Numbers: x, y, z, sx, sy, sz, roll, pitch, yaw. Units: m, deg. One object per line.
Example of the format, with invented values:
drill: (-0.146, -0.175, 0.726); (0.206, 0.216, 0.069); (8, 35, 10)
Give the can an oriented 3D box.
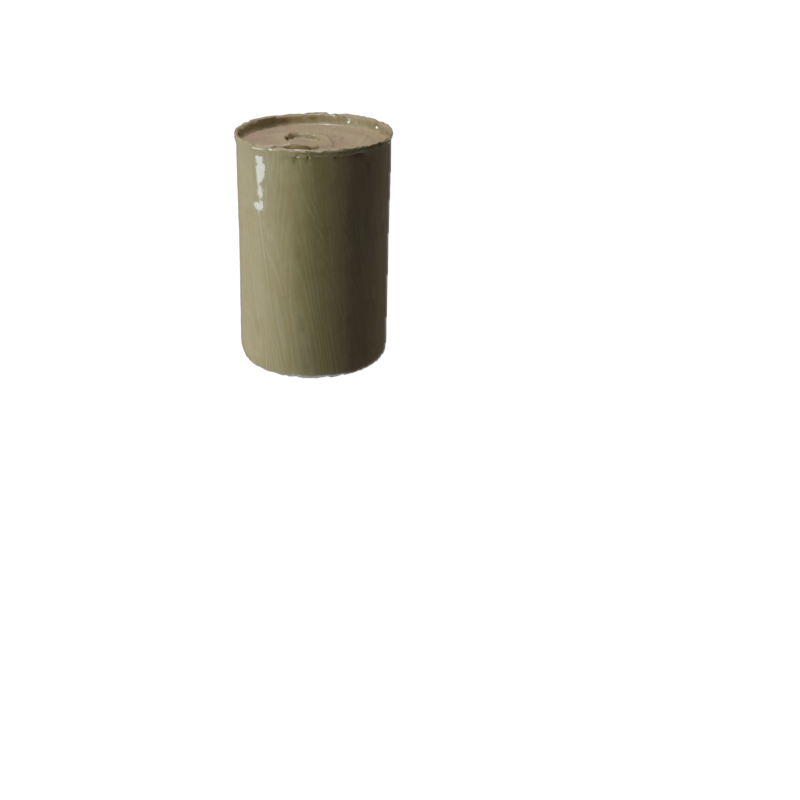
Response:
can: (-0.038, -0.070, 0.489); (0.068, 0.097, 0.072); (0, 23, -2)
